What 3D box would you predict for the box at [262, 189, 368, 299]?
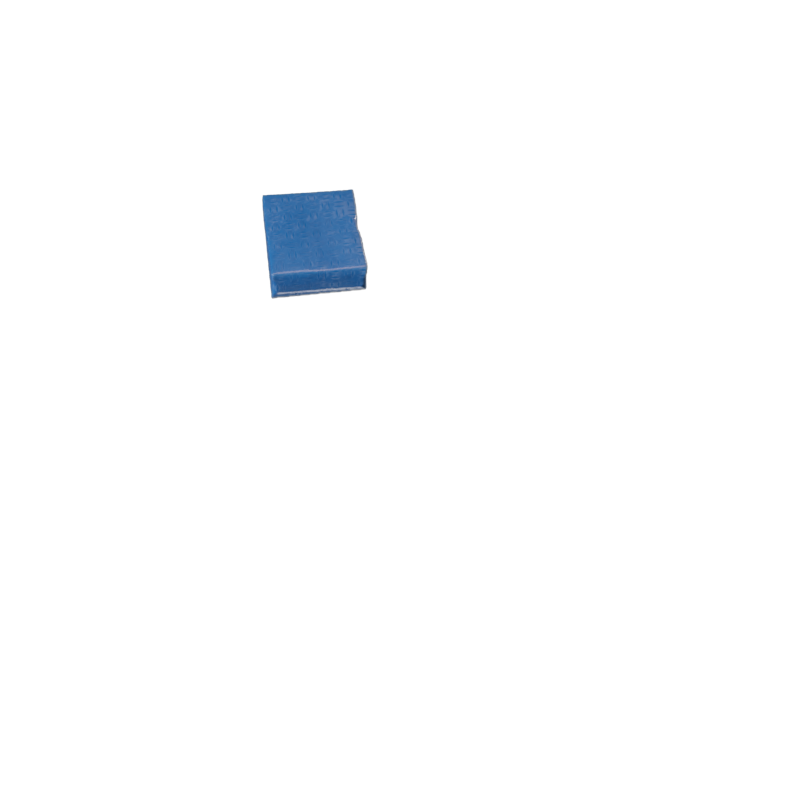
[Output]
[{"bbox_3d":[-0.067,-0.122,0.854,0.073,0.096,0.028,-5,-40,-5],"label":"box"}]
